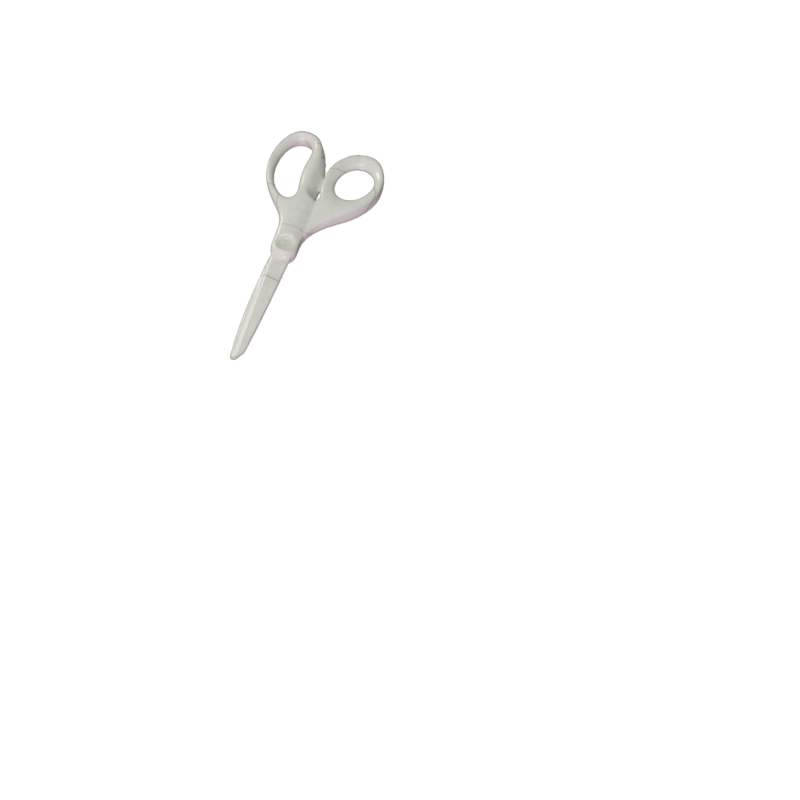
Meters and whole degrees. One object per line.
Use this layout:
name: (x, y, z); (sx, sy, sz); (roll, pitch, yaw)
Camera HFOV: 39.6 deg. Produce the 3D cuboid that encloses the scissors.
scissors: (-0.061, -0.111, 0.780); (0.096, 0.215, 0.015); (1, -35, 1)
